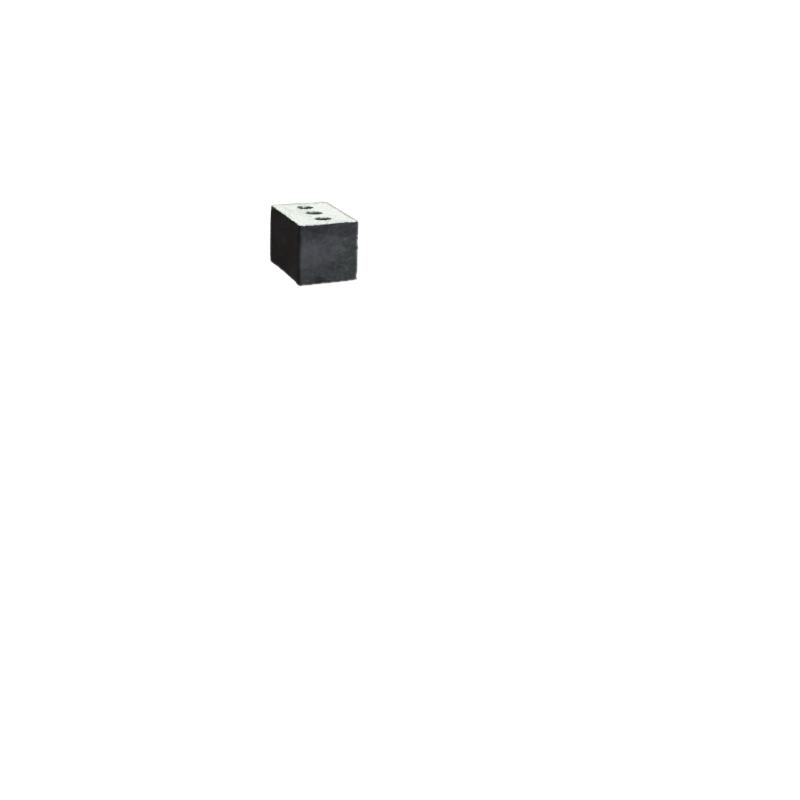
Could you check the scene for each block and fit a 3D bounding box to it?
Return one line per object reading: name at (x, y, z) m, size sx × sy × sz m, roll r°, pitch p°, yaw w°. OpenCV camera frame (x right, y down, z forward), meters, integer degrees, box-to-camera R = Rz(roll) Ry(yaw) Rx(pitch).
block at (-0.072, -0.132, 0.922) m, size 0.052 × 0.049 × 0.083 m, roll -7°, pitch 22°, yaw -22°
